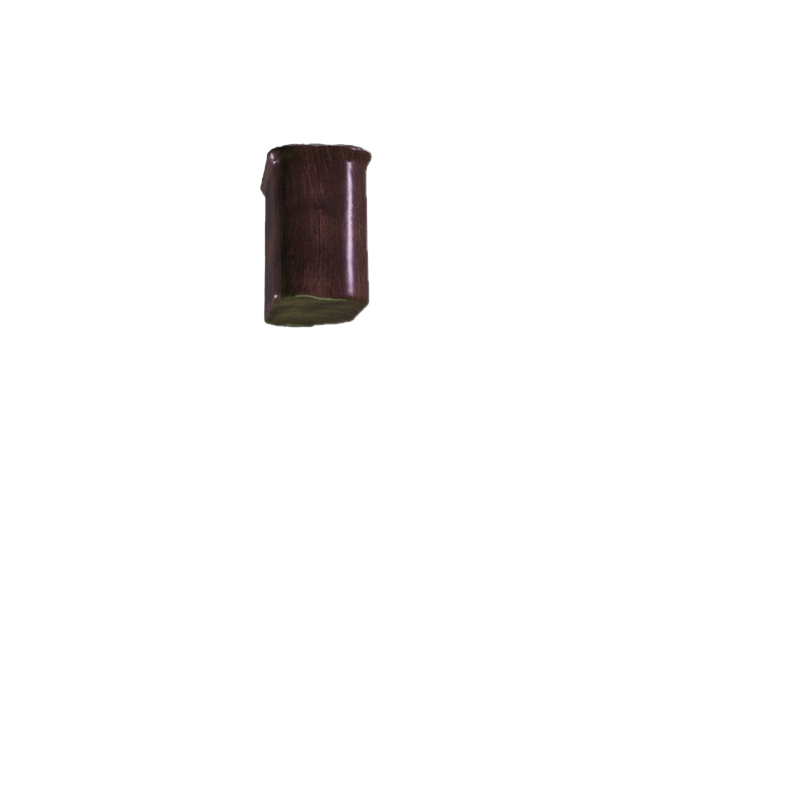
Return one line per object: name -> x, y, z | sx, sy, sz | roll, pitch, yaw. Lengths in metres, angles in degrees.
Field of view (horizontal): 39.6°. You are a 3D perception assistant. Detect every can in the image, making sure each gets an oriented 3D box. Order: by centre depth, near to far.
can -> -0.049, -0.089, 0.624 | 0.057, 0.086, 0.101 | 1, -9, -9
